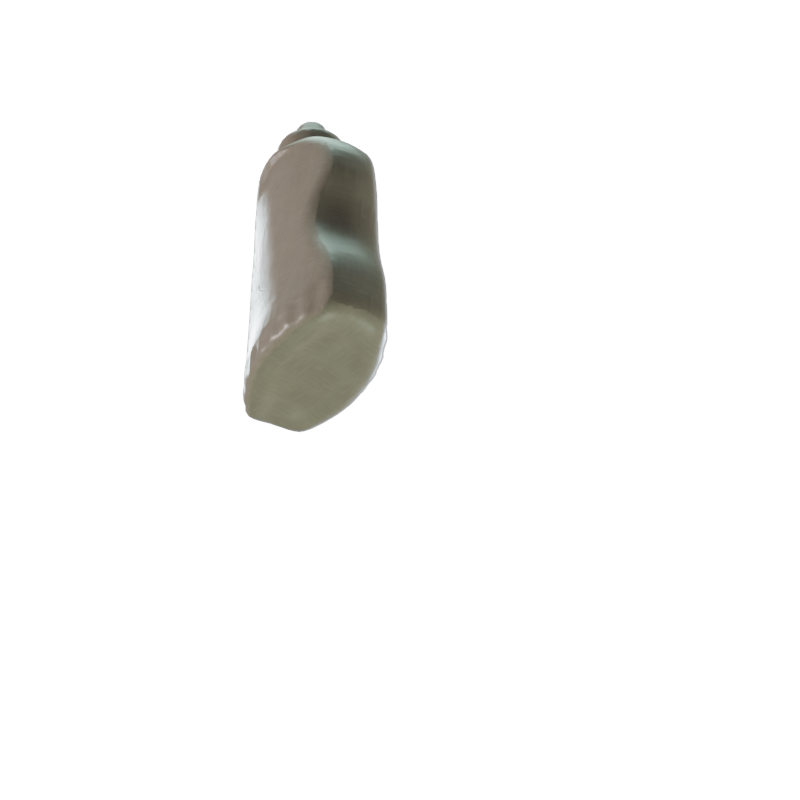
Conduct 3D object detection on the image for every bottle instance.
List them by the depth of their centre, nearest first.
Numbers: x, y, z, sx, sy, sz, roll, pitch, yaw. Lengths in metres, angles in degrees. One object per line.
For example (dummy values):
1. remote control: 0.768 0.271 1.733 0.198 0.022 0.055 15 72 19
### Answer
1. bottle: -0.047 -0.085 0.598 0.056 0.206 0.093 18 -47 -22
